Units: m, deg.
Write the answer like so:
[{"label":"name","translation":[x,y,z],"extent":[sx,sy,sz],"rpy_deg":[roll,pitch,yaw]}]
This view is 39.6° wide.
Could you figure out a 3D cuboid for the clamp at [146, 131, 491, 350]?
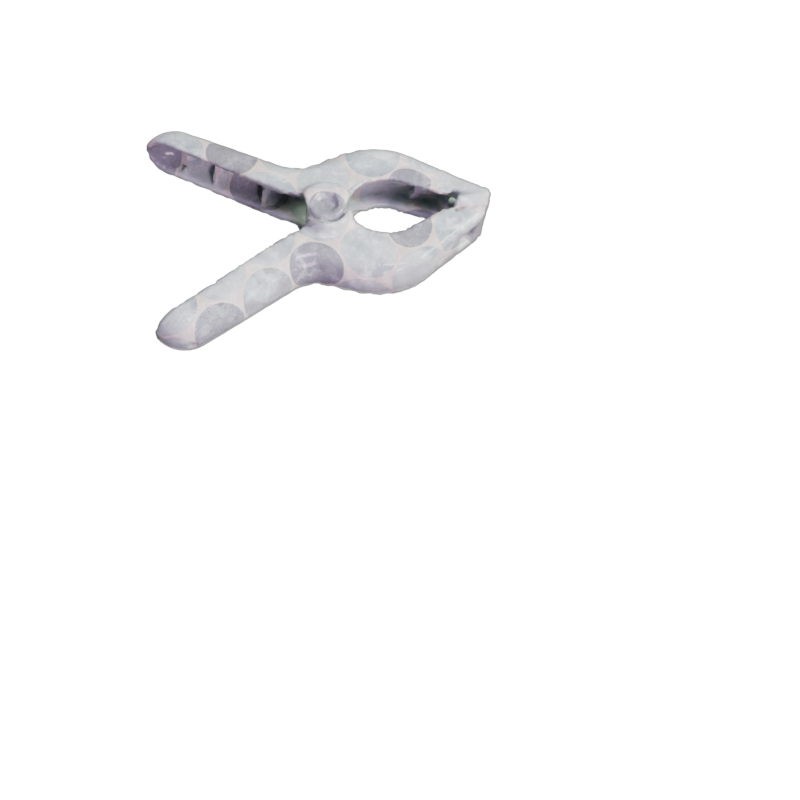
[{"label":"clamp","translation":[-0.042,-0.076,0.534],"extent":[0.171,0.127,0.037],"rpy_deg":[1,-26,0]}]
